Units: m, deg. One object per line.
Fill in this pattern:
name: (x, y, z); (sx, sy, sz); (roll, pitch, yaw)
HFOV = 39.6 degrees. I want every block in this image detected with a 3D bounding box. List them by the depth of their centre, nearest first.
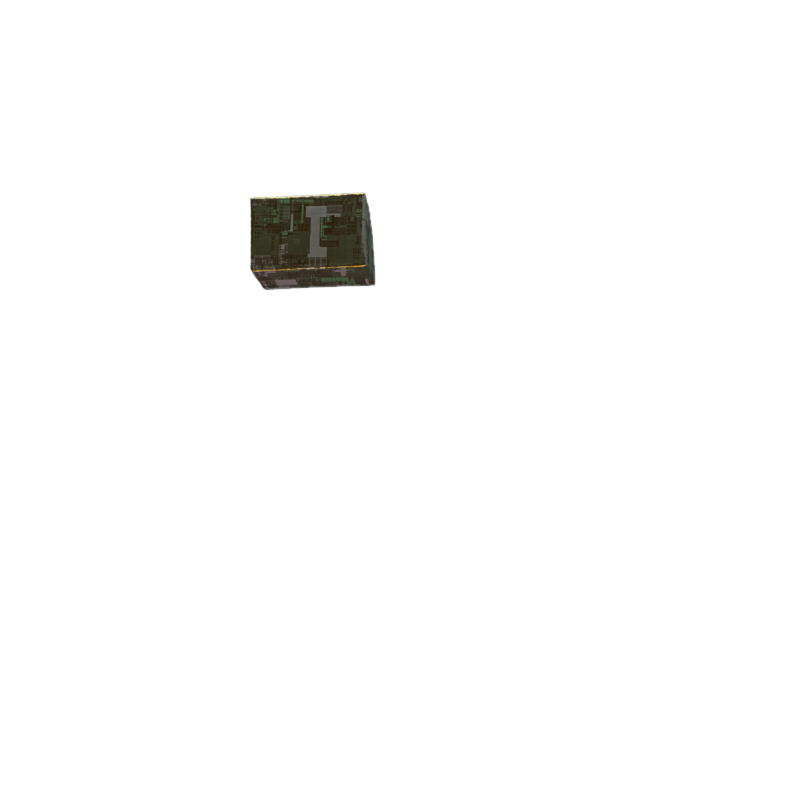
block: (-0.058, -0.105, 0.735); (0.079, 0.053, 0.051); (-2, -13, 6)
